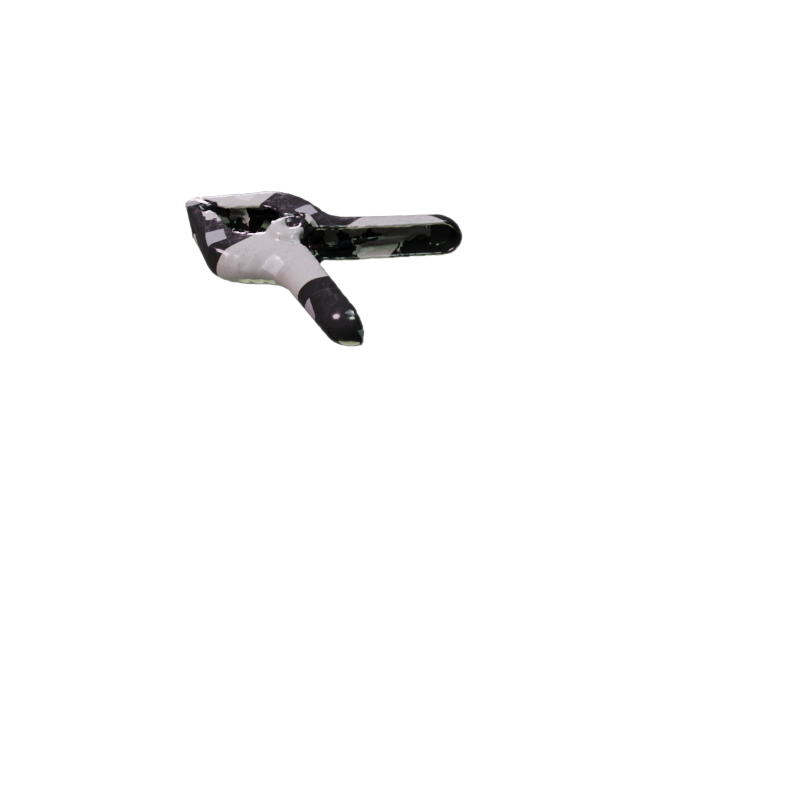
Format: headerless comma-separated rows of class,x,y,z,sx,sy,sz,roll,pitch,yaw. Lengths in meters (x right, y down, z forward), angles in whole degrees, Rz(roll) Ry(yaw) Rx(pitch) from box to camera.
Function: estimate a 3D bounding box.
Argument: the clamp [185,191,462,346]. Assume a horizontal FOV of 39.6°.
clamp,-0.052,-0.095,0.668,0.183,0.037,0.120,28,44,34
